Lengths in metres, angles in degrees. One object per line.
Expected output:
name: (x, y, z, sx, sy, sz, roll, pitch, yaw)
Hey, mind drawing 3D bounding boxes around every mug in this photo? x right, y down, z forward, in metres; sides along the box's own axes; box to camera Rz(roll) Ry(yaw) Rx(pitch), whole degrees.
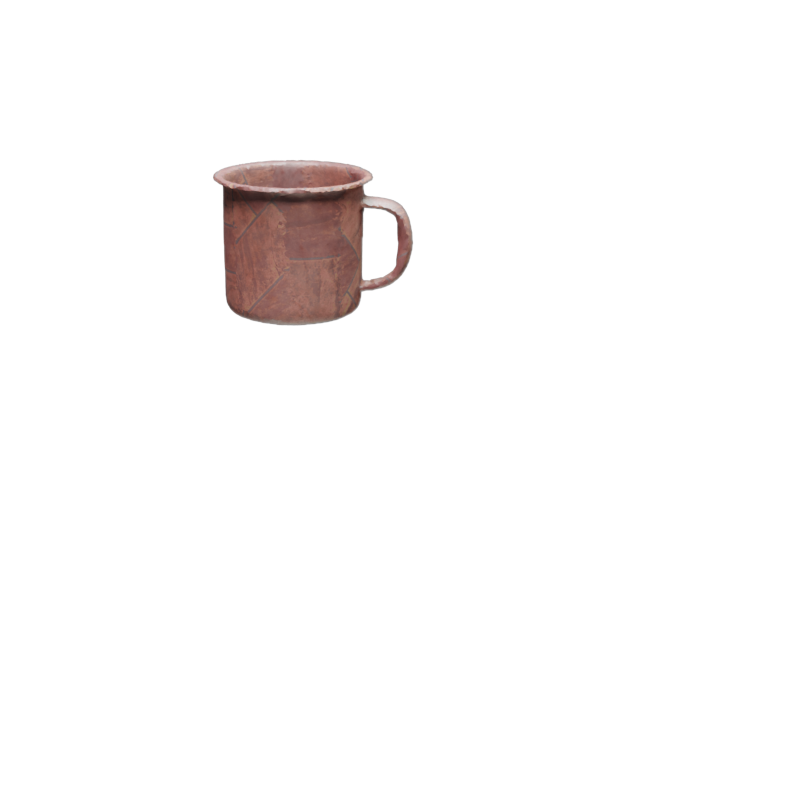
mug: (-0.051, -0.093, 0.653, 0.118, 0.078, 0.096, 3, 19, 6)
